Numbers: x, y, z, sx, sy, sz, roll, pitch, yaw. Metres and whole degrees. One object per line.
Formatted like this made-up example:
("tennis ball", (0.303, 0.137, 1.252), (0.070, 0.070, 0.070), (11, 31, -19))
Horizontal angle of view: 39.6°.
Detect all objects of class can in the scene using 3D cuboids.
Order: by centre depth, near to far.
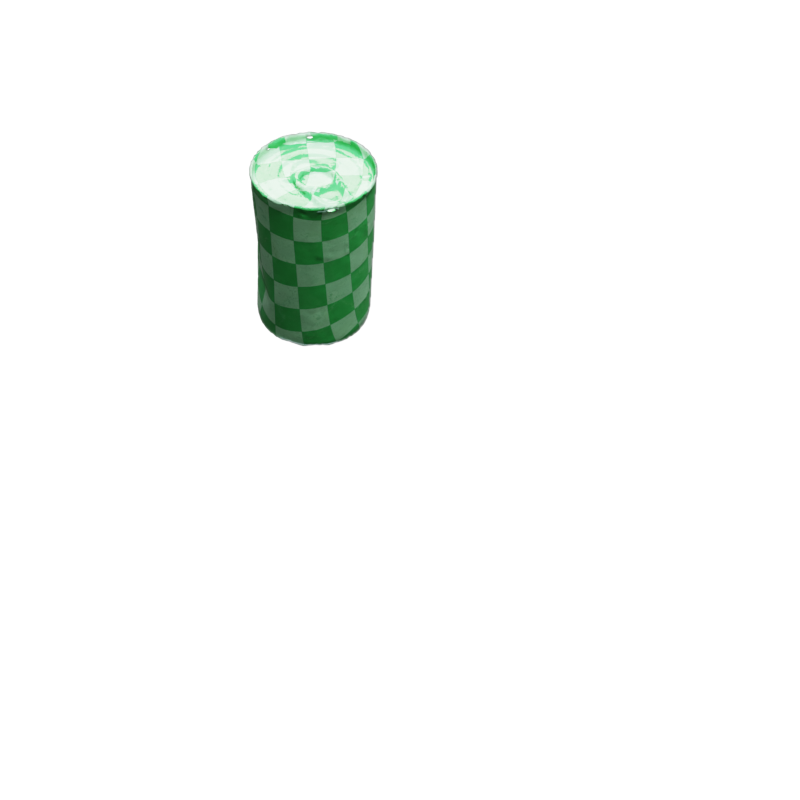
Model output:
("can", (-0.048, -0.088, 0.616), (0.068, 0.095, 0.074), (0, 44, -3))
